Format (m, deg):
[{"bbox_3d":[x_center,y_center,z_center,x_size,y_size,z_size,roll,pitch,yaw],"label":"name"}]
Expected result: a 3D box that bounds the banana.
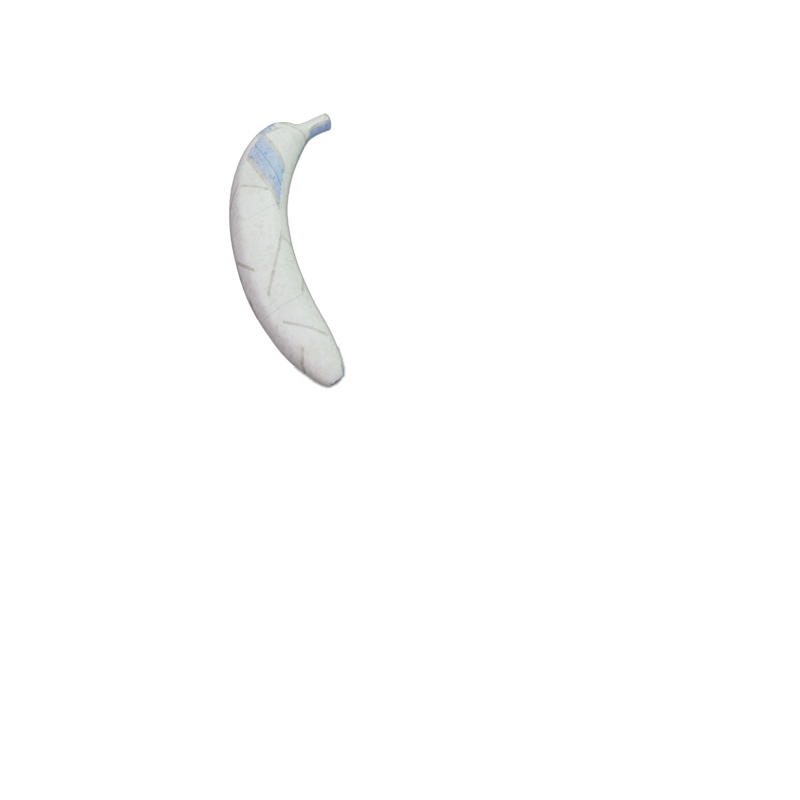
[{"bbox_3d":[-0.074,-0.103,0.703,0.069,0.209,0.035,-3,-25,-2],"label":"banana"}]
